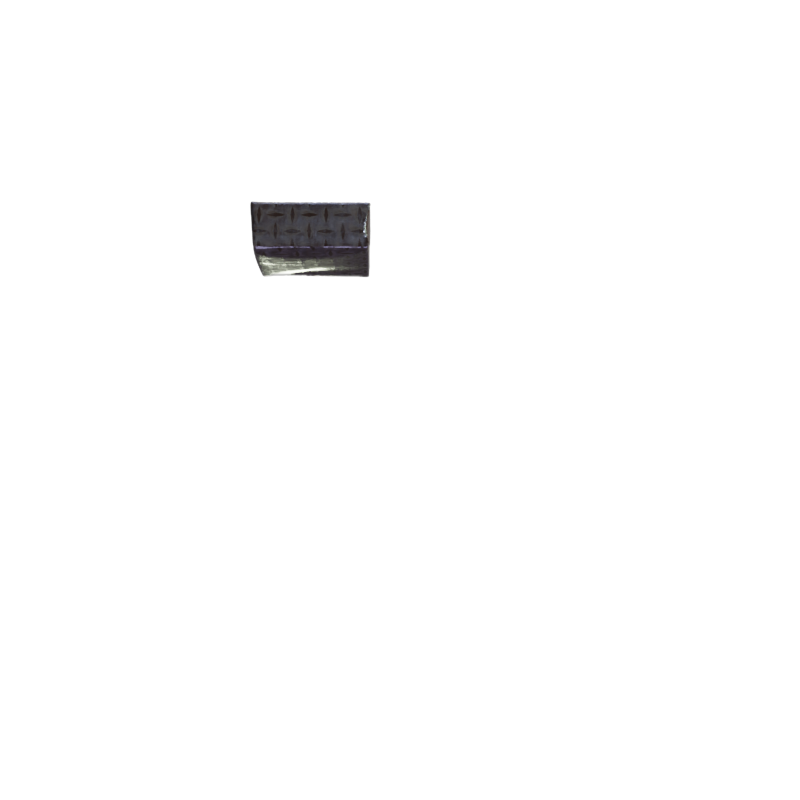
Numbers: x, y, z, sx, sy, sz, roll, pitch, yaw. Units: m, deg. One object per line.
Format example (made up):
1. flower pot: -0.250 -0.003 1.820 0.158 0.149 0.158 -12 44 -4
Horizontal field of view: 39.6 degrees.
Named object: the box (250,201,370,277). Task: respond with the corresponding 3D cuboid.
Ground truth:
1. box: -0.068 -0.123 0.865 0.090 0.040 0.111 0 -5 0
